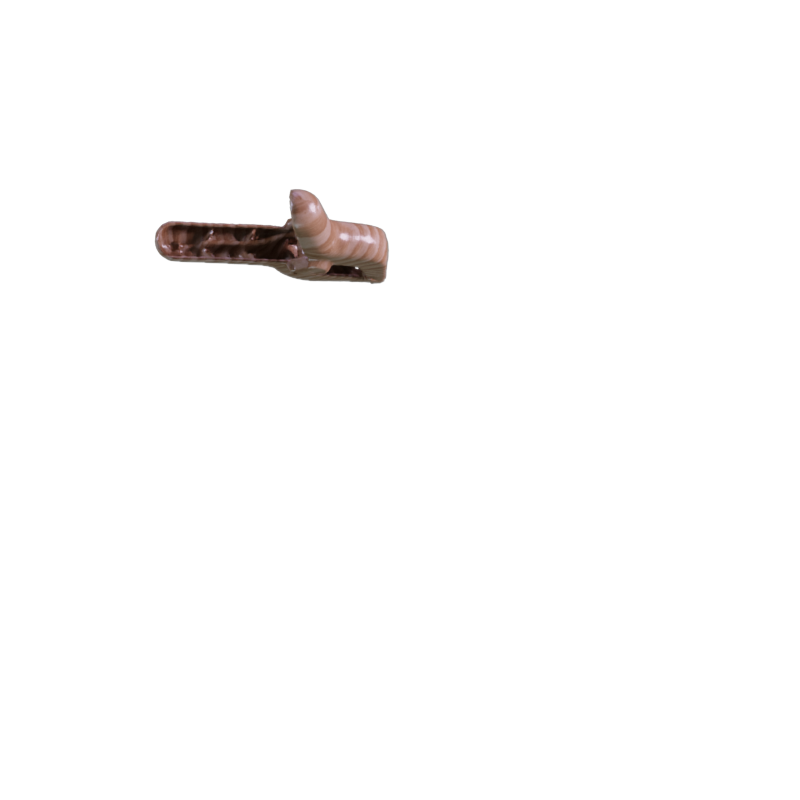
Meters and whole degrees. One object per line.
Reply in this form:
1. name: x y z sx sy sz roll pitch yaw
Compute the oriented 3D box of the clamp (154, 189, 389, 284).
1. clamp: -0.055 -0.100 0.704 0.124 0.040 0.164 -1 0 44
